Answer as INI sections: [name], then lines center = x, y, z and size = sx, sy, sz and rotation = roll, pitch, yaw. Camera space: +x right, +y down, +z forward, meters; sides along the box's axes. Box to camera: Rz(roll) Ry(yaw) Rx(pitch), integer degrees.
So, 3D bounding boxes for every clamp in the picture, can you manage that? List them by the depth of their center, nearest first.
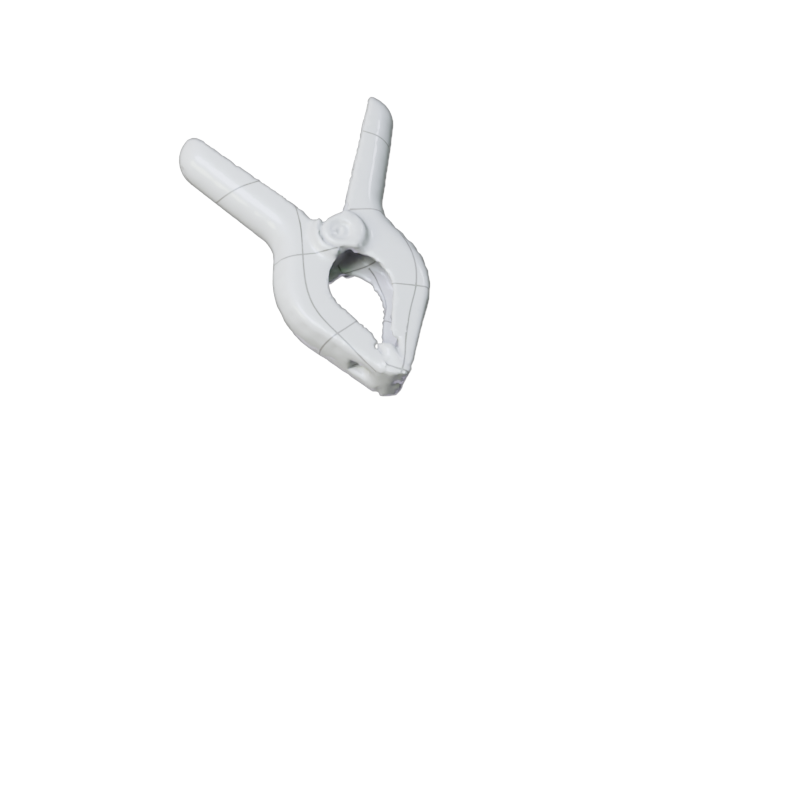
[clamp]
center = -0.045, -0.081, 0.570
size = 0.119, 0.184, 0.037
rotation = -12, -30, -7
